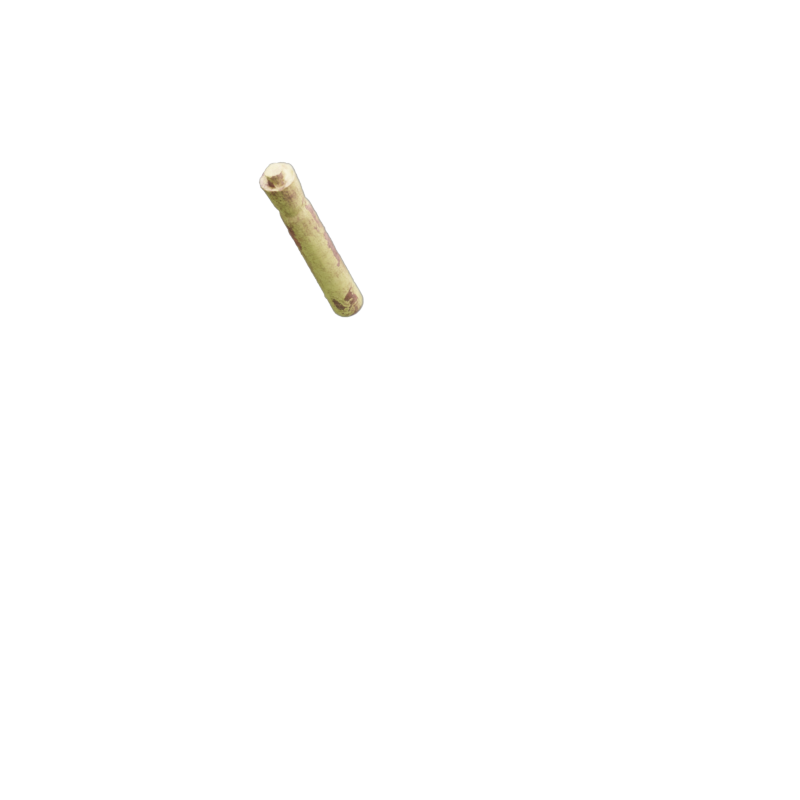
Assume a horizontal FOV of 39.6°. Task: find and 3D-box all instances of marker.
[{"bbox_3d":[-0.046,-0.083,0.582,0.020,0.021,0.112,2,-30,21],"label":"marker"}]
